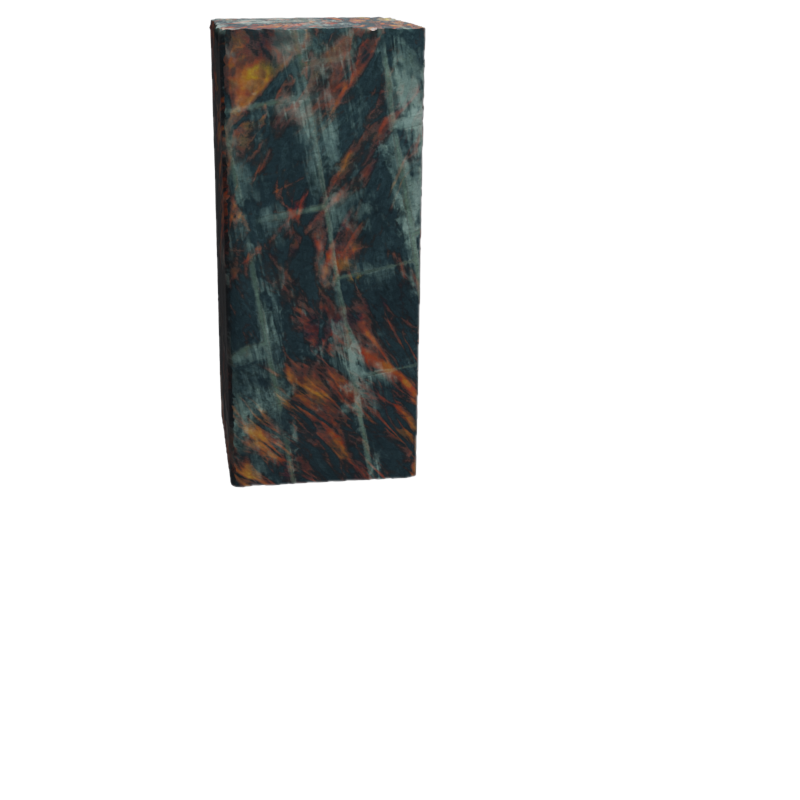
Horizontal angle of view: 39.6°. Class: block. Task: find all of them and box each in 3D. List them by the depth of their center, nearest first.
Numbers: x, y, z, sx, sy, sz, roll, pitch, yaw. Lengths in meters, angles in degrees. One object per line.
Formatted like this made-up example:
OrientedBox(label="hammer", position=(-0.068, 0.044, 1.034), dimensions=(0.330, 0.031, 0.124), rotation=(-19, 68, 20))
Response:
OrientedBox(label="block", position=(-0.042, -0.075, 0.527), dimensions=(0.089, 0.199, 0.095), rotation=(-2, 17, -10))
